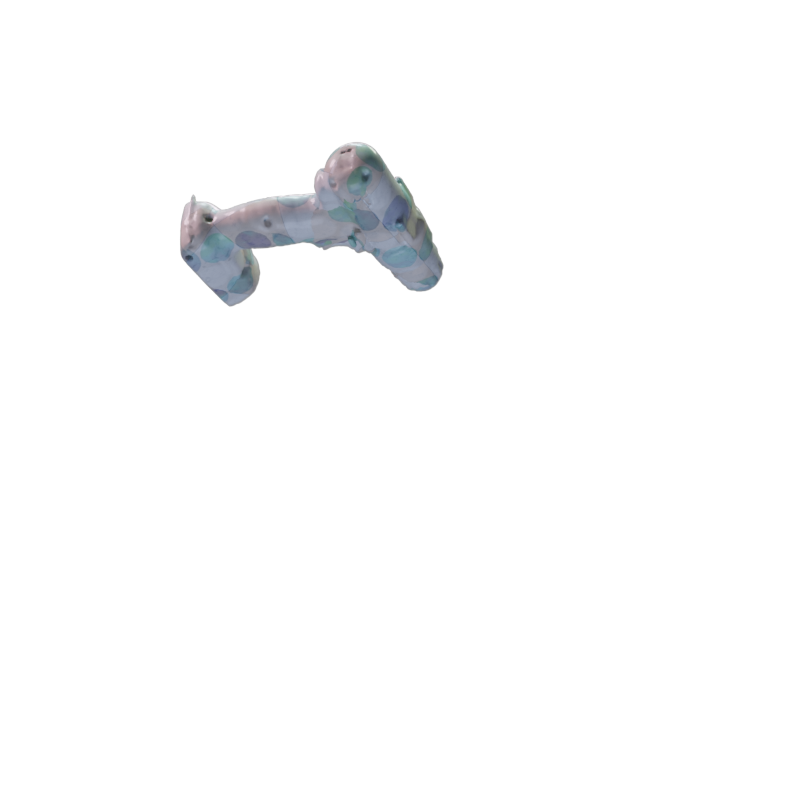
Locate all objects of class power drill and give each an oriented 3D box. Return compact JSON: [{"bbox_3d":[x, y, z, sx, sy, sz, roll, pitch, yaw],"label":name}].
[{"bbox_3d":[-0.071,-0.130,0.912,0.190,0.061,0.170,-12,-33,19],"label":"power drill"}]
